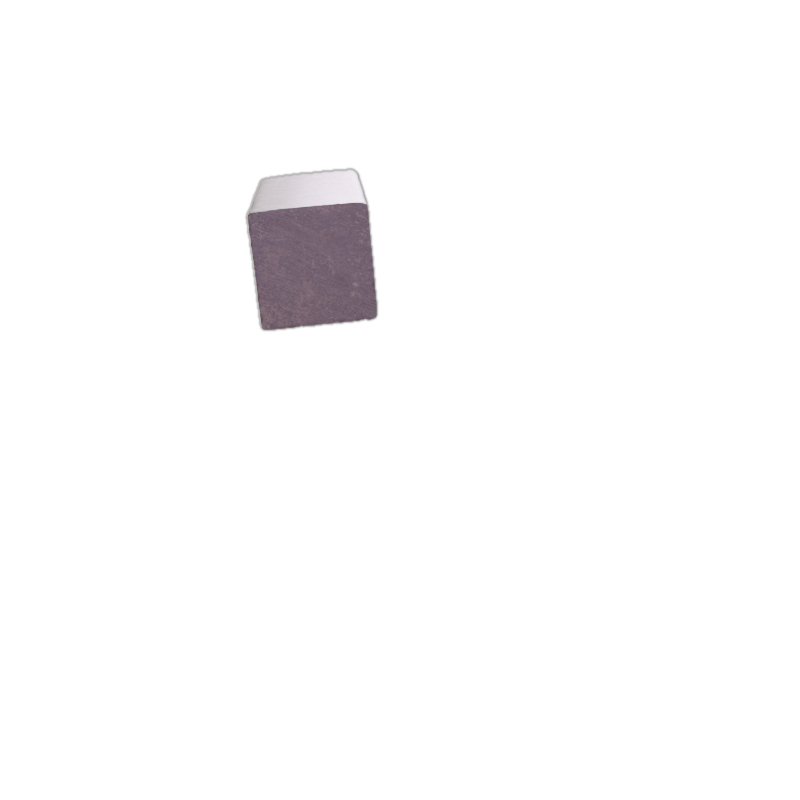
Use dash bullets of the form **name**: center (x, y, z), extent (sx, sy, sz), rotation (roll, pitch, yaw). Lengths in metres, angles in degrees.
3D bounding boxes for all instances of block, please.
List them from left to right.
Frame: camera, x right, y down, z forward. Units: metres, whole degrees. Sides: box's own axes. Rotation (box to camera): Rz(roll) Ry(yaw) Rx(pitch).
- **block**: center (-0.071, -0.130, 0.909), extent (0.090, 0.088, 0.213), rotation (-6, 17, -2)
